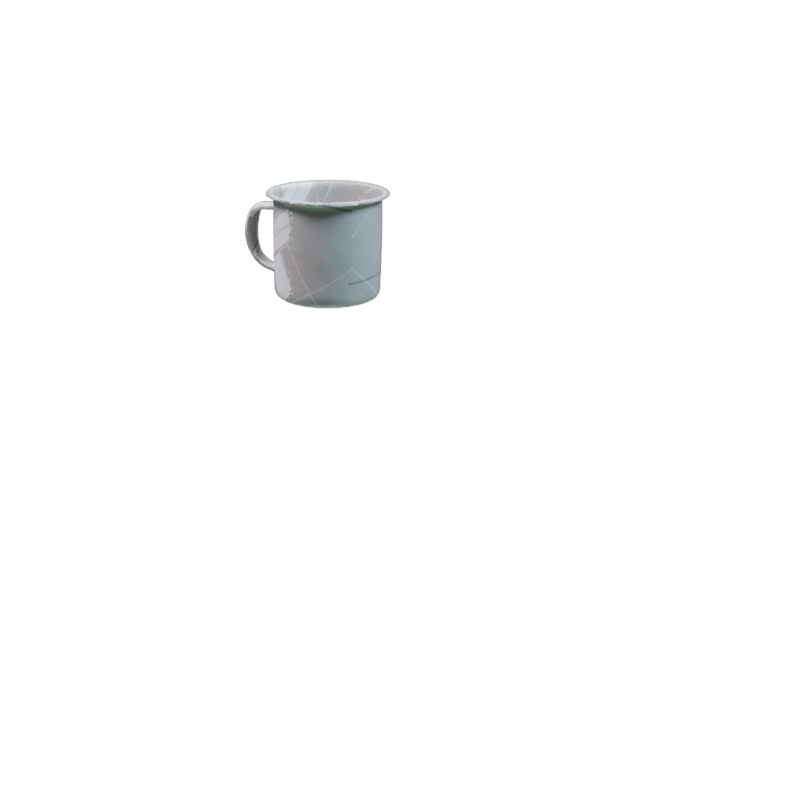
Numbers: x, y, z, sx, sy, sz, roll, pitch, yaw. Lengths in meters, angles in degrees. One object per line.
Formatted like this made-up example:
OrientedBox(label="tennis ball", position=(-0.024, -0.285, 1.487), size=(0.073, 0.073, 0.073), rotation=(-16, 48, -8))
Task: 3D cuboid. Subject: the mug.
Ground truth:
OrientedBox(label="mug", position=(-0.066, -0.120, 0.843), size=(0.121, 0.079, 0.094), rotation=(8, 20, 22))
